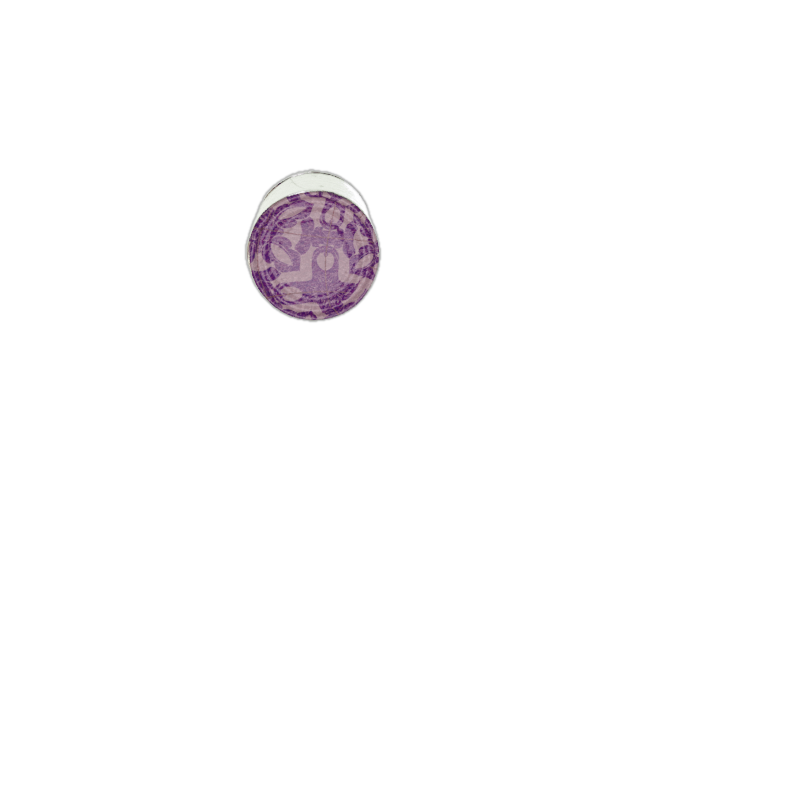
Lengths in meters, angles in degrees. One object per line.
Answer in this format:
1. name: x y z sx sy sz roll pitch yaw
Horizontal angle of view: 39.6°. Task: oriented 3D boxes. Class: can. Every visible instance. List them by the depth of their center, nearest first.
1. can: -0.047 -0.085 0.597 0.068 0.067 0.105 0 14 -3
